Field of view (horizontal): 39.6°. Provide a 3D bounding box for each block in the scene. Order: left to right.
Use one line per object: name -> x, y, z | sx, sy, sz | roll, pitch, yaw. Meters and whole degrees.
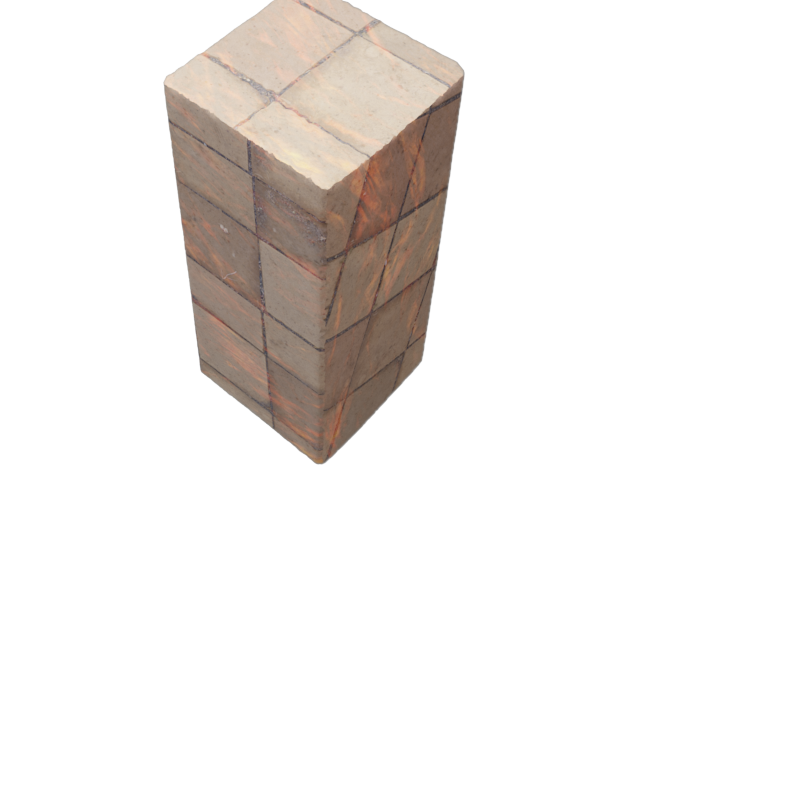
block -> -0.040, -0.074, 0.518 | 0.095, 0.092, 0.193 | 35, -30, 20
